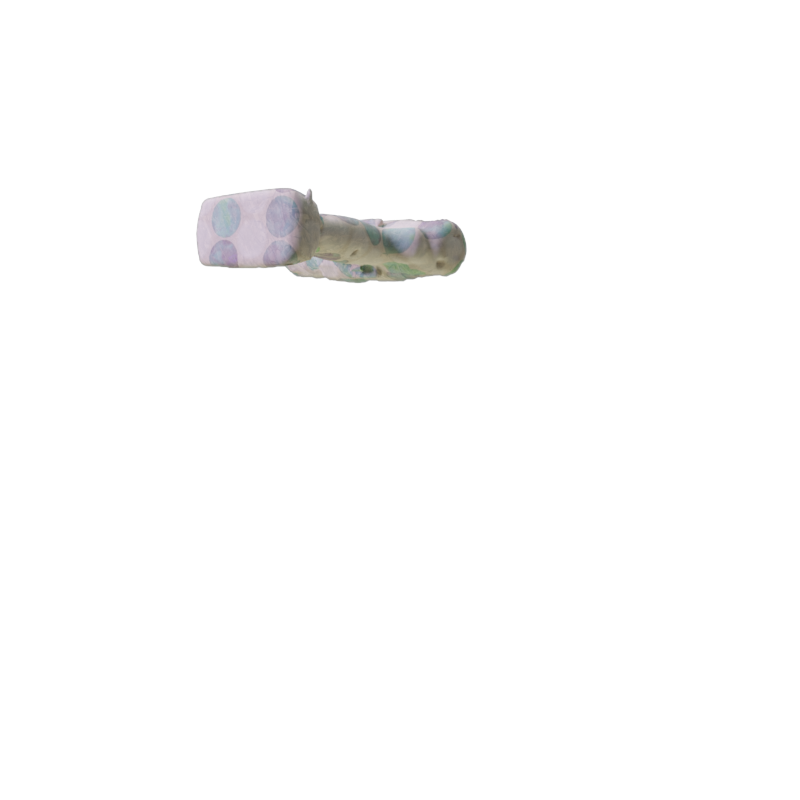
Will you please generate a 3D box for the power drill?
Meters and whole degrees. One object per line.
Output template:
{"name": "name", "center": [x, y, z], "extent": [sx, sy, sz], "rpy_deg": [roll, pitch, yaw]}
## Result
{"name": "power drill", "center": [-0.069, -0.126, 0.879], "extent": [0.191, 0.058, 0.180], "rpy_deg": [1, 1, 40]}
